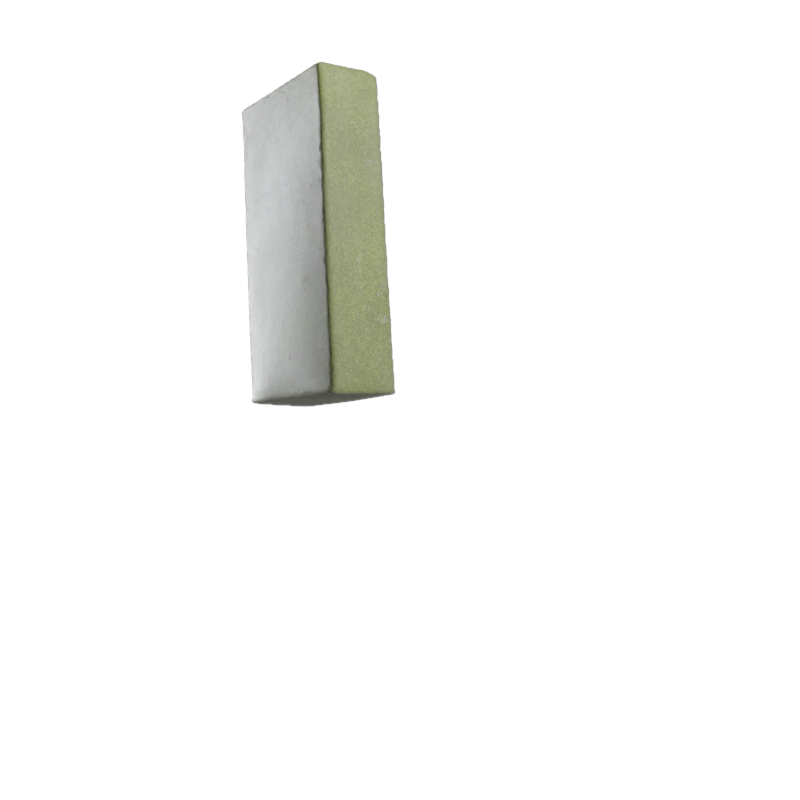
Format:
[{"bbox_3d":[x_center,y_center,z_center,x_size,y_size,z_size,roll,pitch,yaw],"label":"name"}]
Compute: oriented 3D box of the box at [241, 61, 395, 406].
[{"bbox_3d":[-0.048,-0.088,0.614,0.046,0.181,0.095,7,-13,-33],"label":"box"}]
